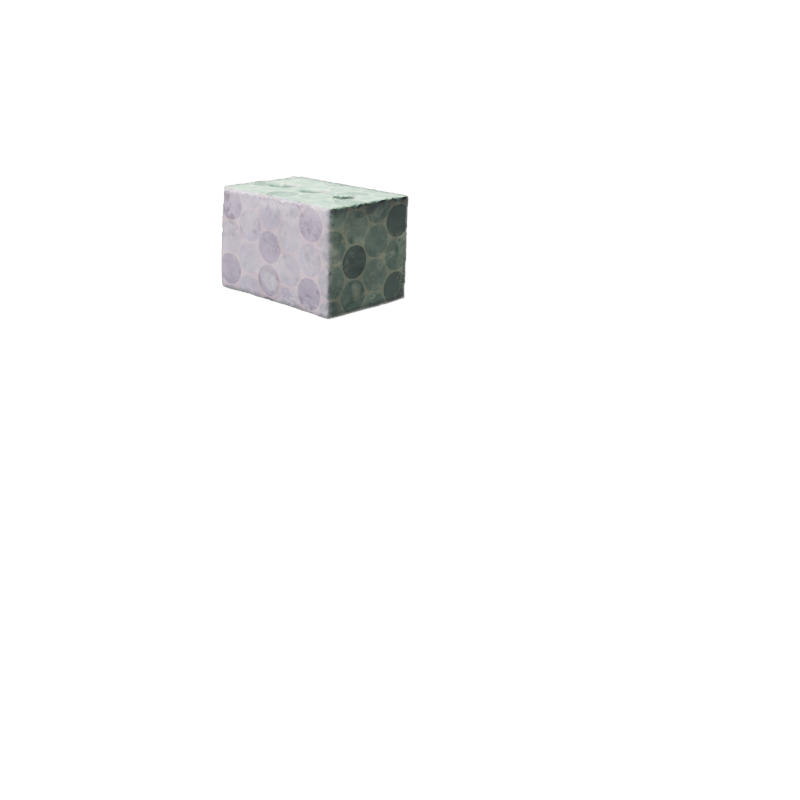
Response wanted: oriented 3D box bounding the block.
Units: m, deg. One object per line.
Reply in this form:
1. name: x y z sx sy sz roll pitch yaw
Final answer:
1. block: -0.041 -0.076 0.529 0.082 0.049 0.052 18 24 42
